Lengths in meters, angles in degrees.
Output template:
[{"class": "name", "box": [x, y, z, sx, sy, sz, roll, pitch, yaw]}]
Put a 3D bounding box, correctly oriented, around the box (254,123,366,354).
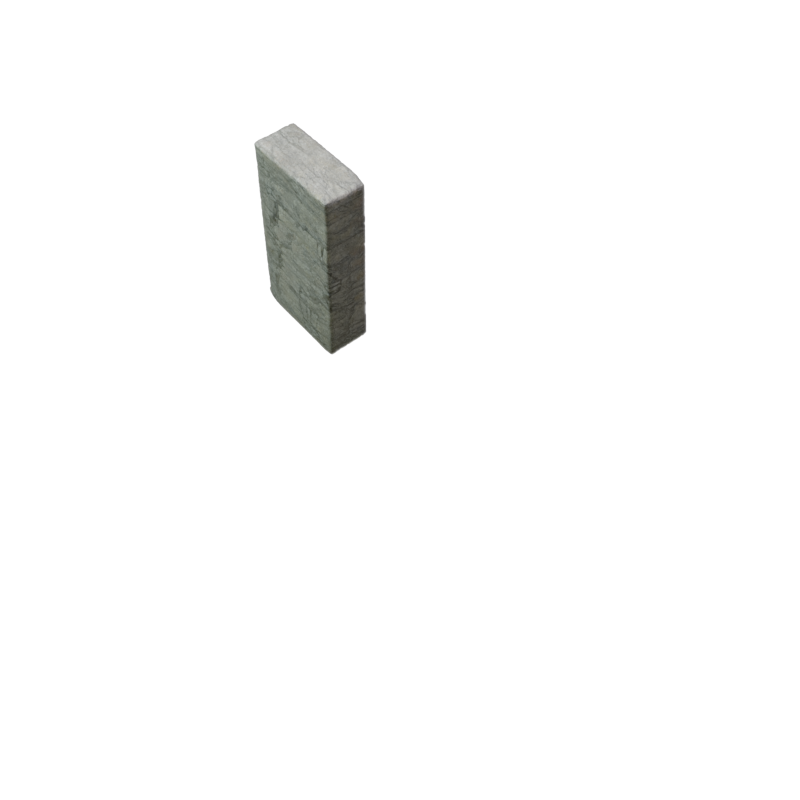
[{"class": "box", "box": [-0.070, -0.128, 0.896, 0.048, 0.164, 0.100, -29, 57, -26]}]
